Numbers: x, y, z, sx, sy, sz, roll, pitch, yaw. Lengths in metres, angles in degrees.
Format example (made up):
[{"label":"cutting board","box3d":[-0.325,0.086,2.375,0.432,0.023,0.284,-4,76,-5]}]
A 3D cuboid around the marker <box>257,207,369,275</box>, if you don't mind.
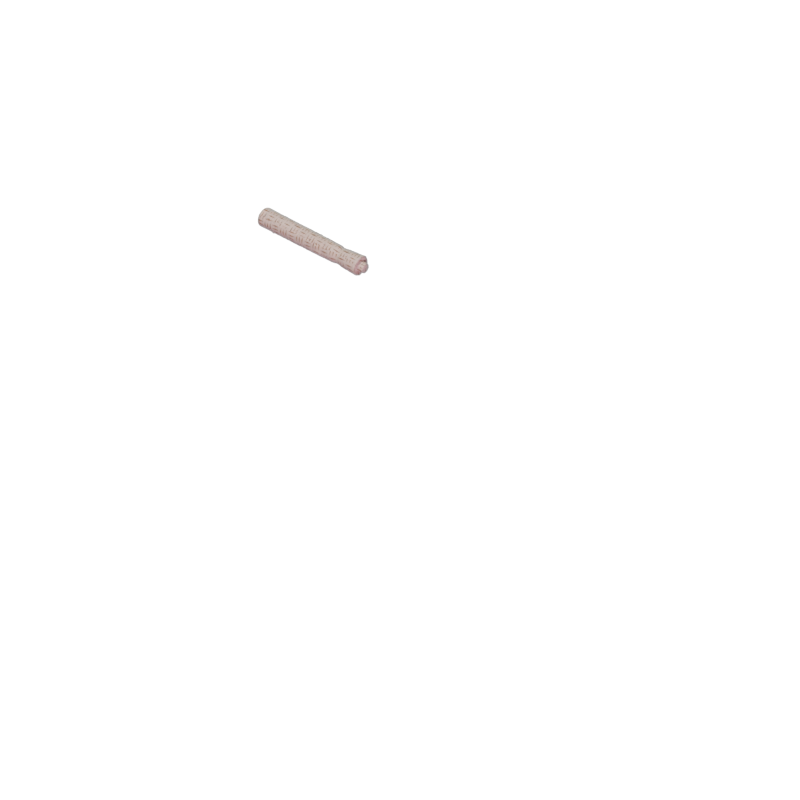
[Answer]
[{"label":"marker","box3d":[-0.078,-0.142,0.992,0.128,0.019,0.019,30,19,30]}]
